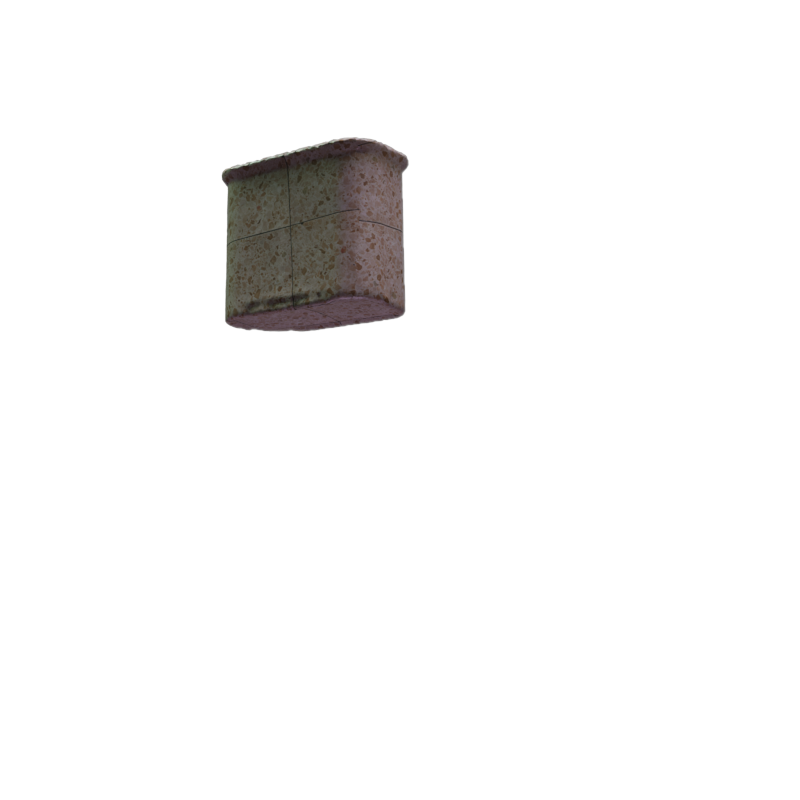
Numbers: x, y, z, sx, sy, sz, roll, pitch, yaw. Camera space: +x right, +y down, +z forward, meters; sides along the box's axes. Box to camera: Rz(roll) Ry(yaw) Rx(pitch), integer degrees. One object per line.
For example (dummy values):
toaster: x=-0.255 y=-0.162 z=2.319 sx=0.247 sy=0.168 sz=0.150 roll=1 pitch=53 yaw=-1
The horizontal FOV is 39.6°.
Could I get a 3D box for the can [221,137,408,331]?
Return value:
can: x=-0.046 y=-0.084 z=0.585 sx=0.104 sy=0.087 sz=0.054 roll=-8 pitch=-15 yaw=33
